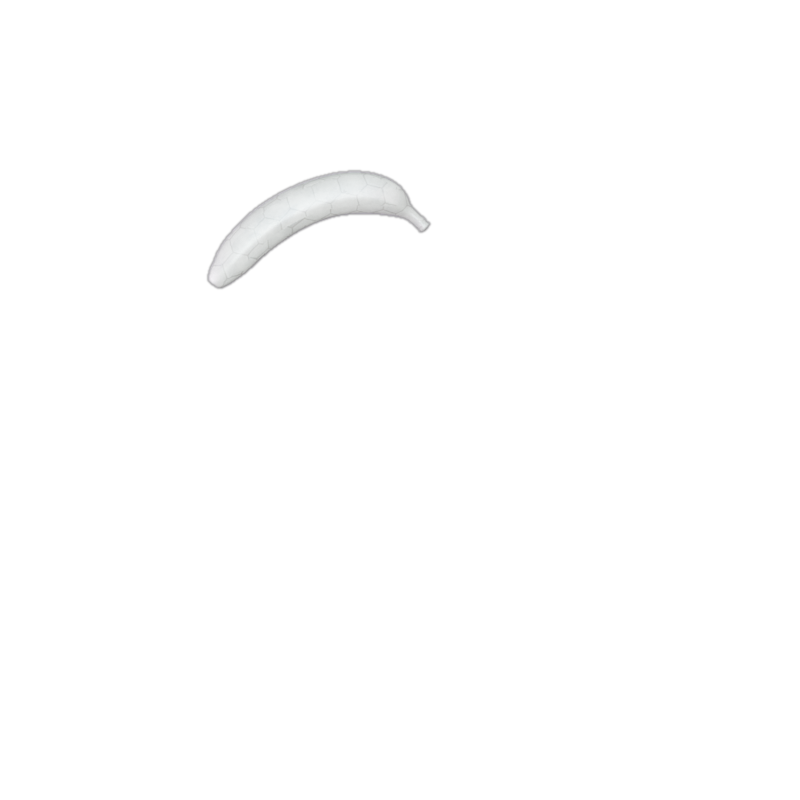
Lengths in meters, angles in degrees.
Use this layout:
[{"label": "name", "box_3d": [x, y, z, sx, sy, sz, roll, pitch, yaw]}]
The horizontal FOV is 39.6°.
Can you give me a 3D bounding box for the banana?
[{"label": "banana", "box_3d": [-0.076, -0.155, 0.954, 0.197, 0.072, 0.036, -16, -10, -4]}]
